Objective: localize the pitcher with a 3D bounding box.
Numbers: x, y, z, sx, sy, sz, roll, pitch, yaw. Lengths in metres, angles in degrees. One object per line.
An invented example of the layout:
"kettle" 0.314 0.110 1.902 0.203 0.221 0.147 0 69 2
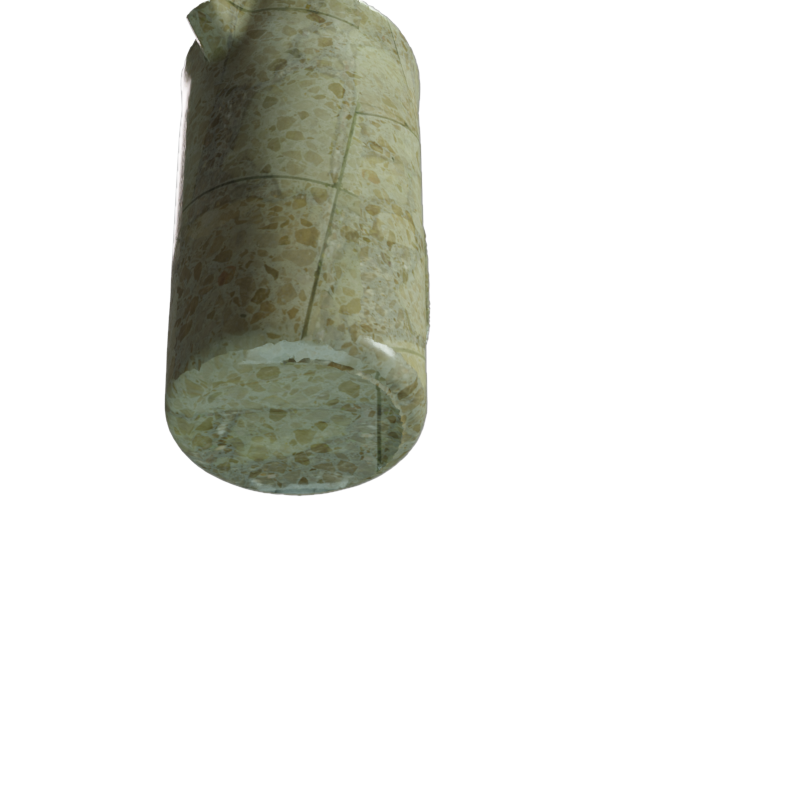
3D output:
"pitcher" -0.042 -0.077 0.540 0.147 0.261 0.136 5 -43 -9
